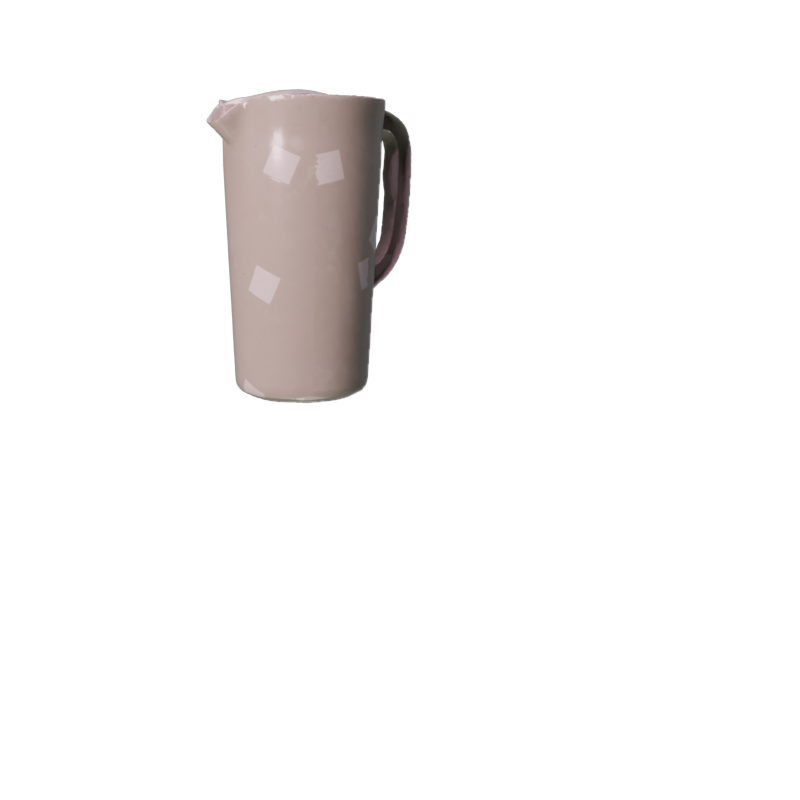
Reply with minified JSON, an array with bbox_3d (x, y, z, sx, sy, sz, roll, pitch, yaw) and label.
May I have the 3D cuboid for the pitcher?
[{"bbox_3d":[-0.070,-0.128,0.898,0.151,0.240,0.146,1,7,7],"label":"pitcher"}]
